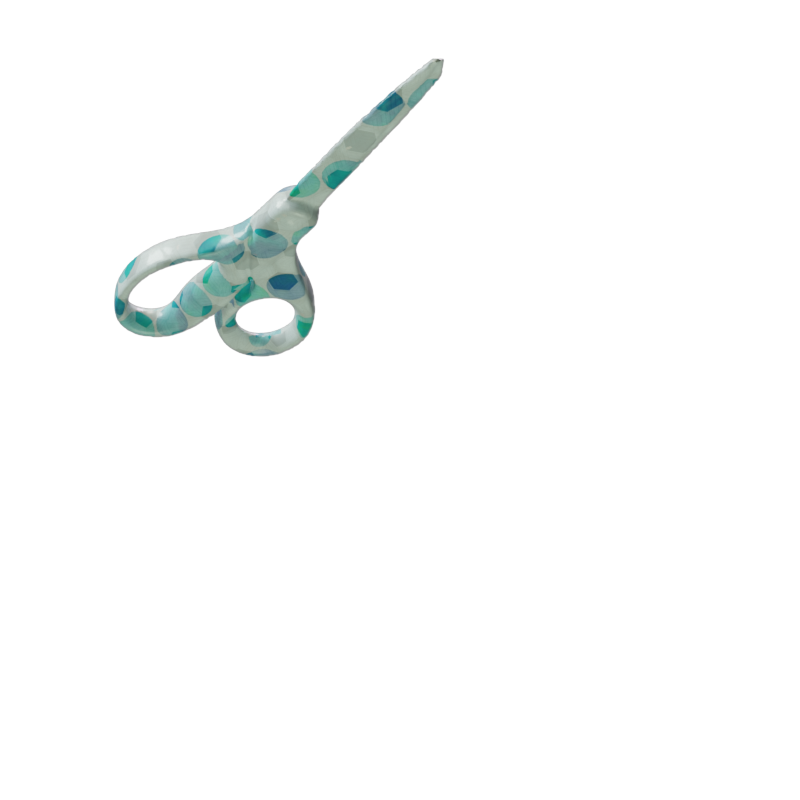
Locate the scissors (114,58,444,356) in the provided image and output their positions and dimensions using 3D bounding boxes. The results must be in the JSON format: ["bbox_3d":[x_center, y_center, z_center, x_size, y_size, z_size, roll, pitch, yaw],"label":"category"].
[{"bbox_3d":[-0.035,-0.065,0.452,0.202,0.017,0.090,-23,-38,34],"label":"scissors"}]
